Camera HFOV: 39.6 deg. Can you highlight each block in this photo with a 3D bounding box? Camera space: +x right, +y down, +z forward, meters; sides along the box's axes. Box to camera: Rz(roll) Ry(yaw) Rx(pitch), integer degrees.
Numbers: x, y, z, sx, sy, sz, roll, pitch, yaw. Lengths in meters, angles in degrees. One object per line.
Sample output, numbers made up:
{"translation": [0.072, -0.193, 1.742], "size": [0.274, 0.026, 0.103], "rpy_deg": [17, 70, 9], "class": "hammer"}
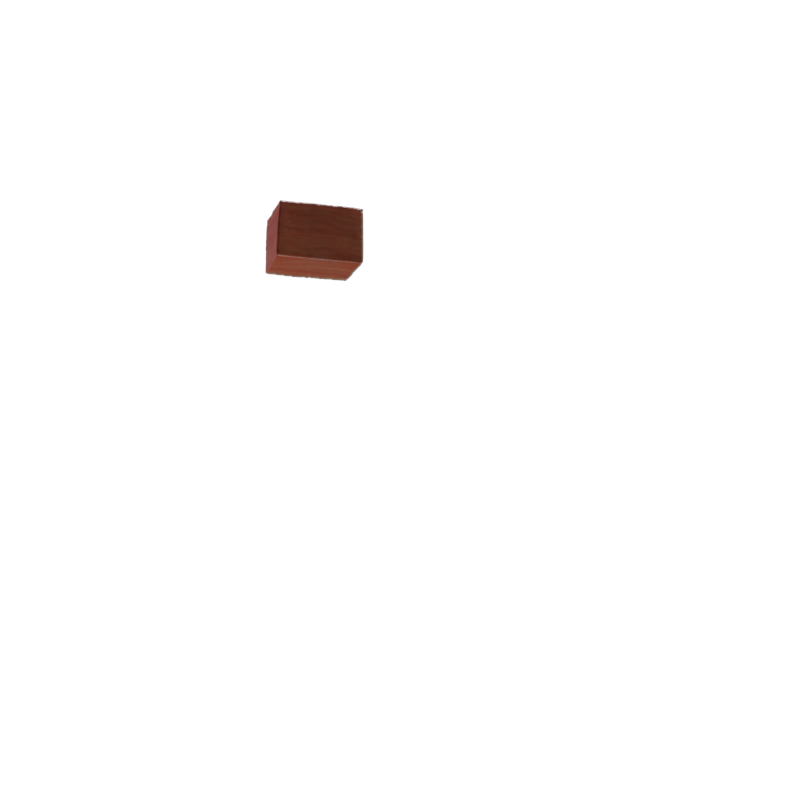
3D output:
{"translation": [-0.076, -0.139, 0.974], "size": [0.076, 0.054, 0.052], "rpy_deg": [4, -18, -16], "class": "block"}
